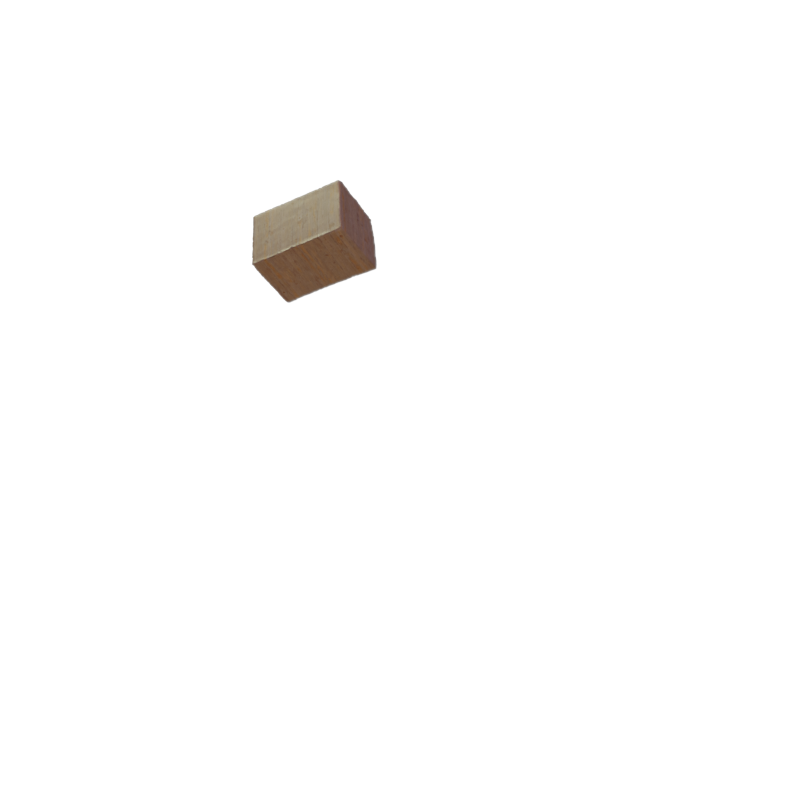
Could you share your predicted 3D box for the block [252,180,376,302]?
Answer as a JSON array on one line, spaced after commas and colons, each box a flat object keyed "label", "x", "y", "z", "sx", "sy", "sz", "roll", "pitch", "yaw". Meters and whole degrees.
[{"label": "block", "x": -0.064, "y": -0.117, "z": 0.820, "sx": 0.078, "sy": 0.055, "sz": 0.049, "roll": -19, "pitch": -42, "yaw": 21}]
